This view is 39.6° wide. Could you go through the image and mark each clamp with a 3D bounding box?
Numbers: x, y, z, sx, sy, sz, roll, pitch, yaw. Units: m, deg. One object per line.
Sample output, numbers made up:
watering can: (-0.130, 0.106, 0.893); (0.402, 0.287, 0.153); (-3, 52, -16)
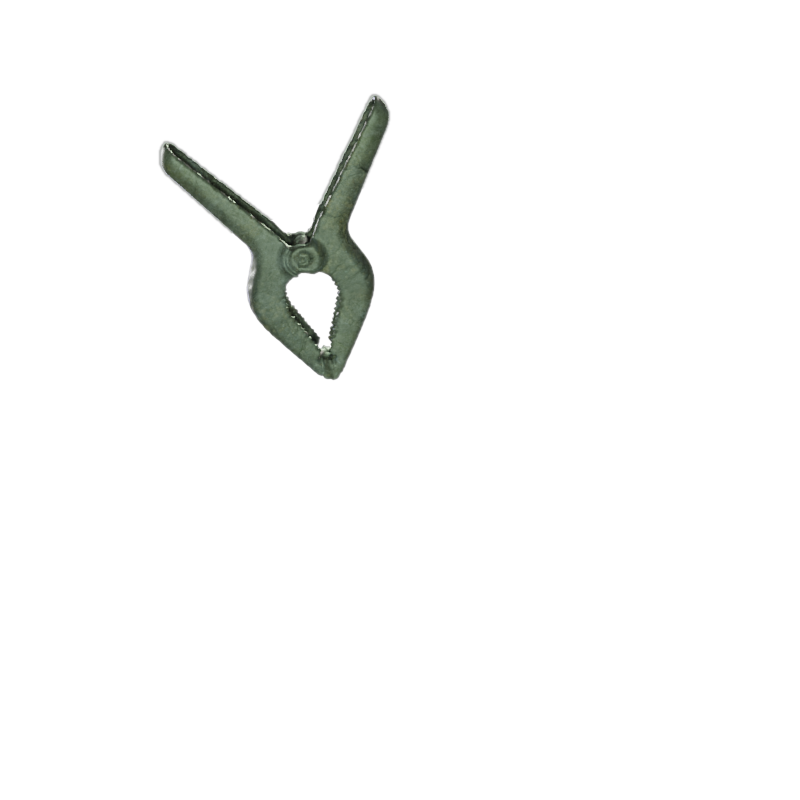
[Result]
clamp: (-0.063, -0.116, 0.810); (0.165, 0.200, 0.038); (-18, 20, 6)
